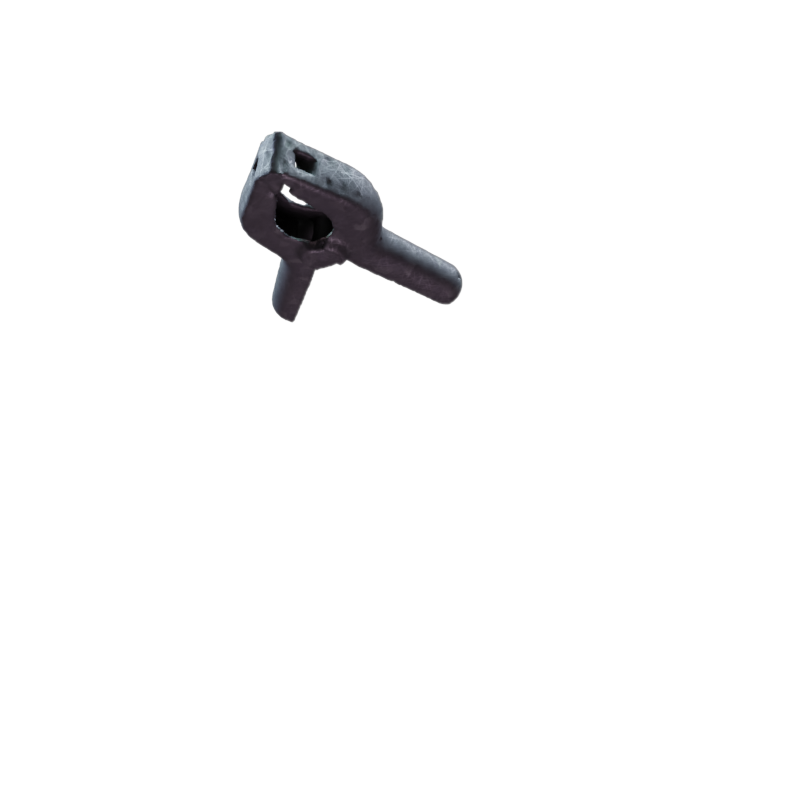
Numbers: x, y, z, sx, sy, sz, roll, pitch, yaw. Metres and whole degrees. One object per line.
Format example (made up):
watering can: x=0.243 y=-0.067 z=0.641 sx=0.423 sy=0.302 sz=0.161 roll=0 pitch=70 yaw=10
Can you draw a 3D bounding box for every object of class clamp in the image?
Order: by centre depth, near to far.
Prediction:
clamp: x=-0.050 y=-0.091 z=0.636 sx=0.121 sy=0.042 sz=0.158 roll=-15 pitch=-34 yaw=24
